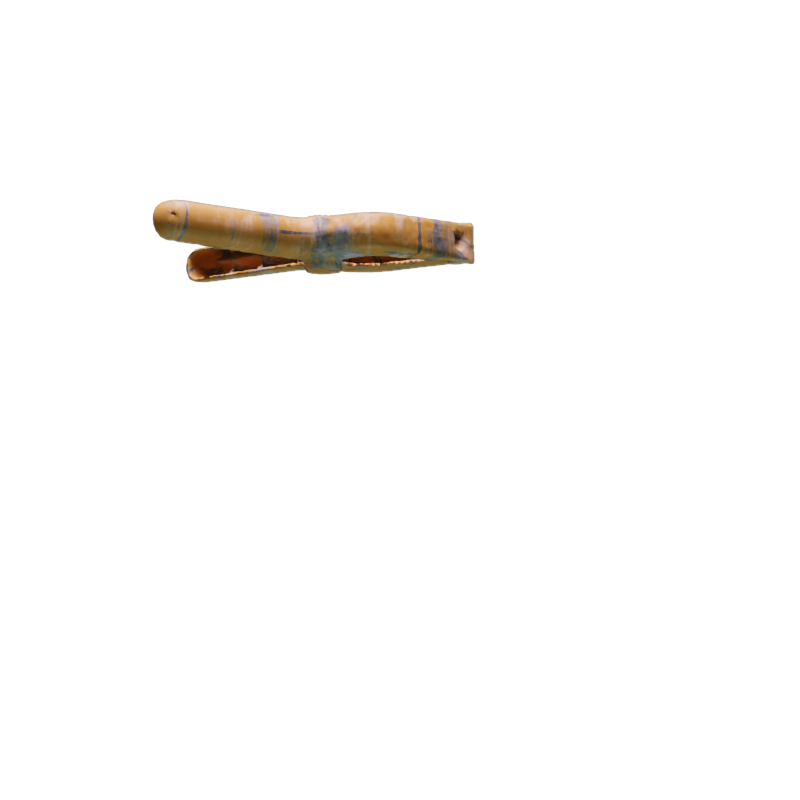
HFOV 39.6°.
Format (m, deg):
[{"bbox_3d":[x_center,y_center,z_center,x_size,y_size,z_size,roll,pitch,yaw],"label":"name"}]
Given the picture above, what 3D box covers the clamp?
[{"bbox_3d":[-0.057,-0.104,0.731,0.212,0.037,0.160,0,-4,6],"label":"clamp"}]
